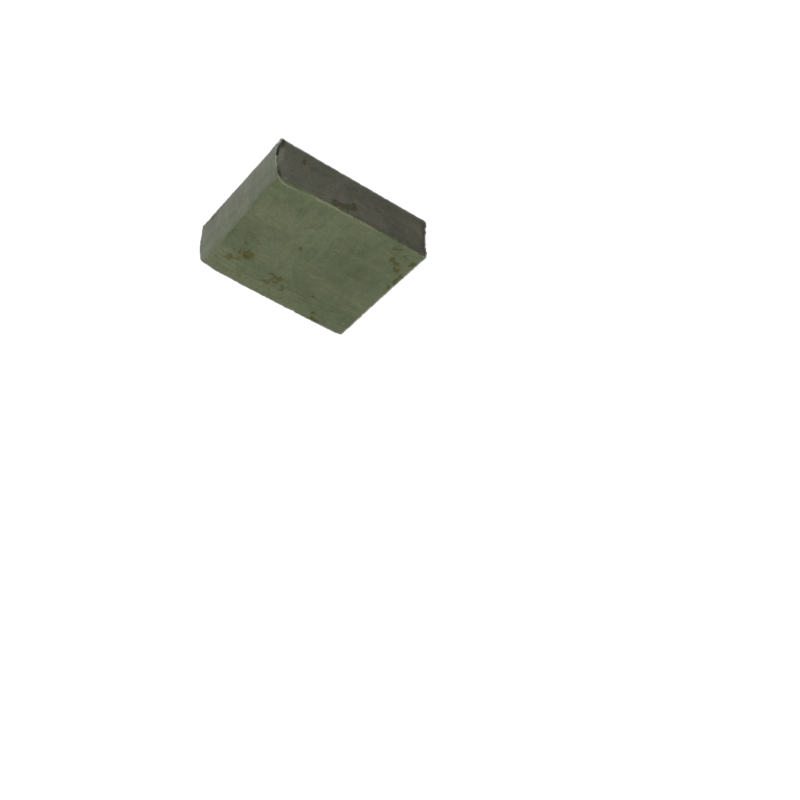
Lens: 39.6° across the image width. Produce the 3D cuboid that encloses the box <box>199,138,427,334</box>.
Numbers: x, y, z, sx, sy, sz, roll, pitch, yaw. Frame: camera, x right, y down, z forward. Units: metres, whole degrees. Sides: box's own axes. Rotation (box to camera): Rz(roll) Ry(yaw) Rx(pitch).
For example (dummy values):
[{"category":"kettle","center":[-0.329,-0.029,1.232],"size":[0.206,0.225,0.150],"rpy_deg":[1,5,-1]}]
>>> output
[{"category":"box","center":[-0.054,-0.097,0.682],"size":[0.108,0.042,0.088],"rpy_deg":[27,-49,-26]}]
